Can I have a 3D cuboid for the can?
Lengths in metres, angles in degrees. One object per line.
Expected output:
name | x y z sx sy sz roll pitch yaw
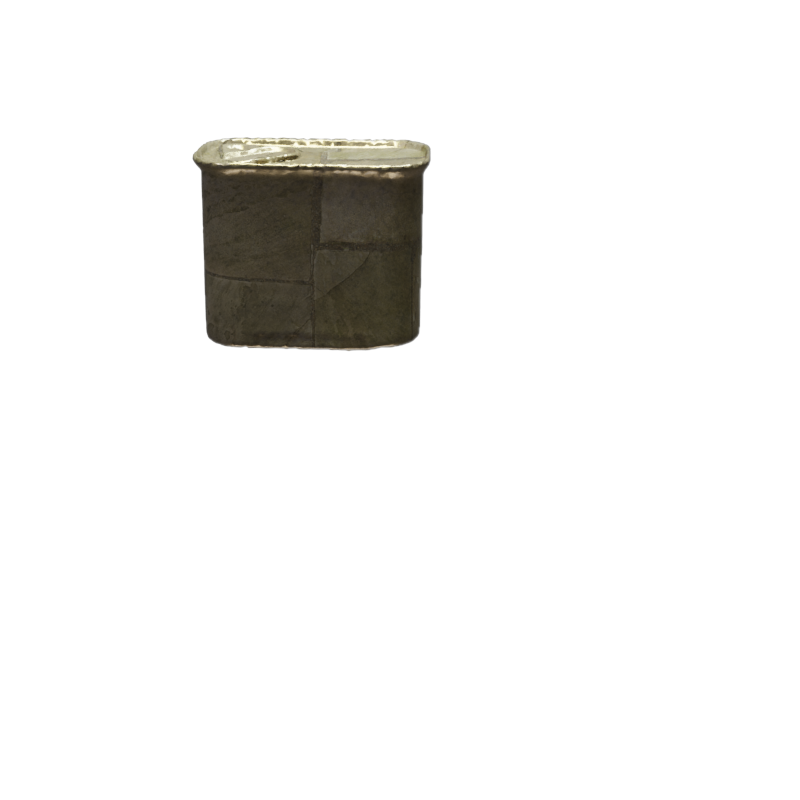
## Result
can | -0.039 -0.070 0.493 0.102 0.080 0.060 2 19 4
